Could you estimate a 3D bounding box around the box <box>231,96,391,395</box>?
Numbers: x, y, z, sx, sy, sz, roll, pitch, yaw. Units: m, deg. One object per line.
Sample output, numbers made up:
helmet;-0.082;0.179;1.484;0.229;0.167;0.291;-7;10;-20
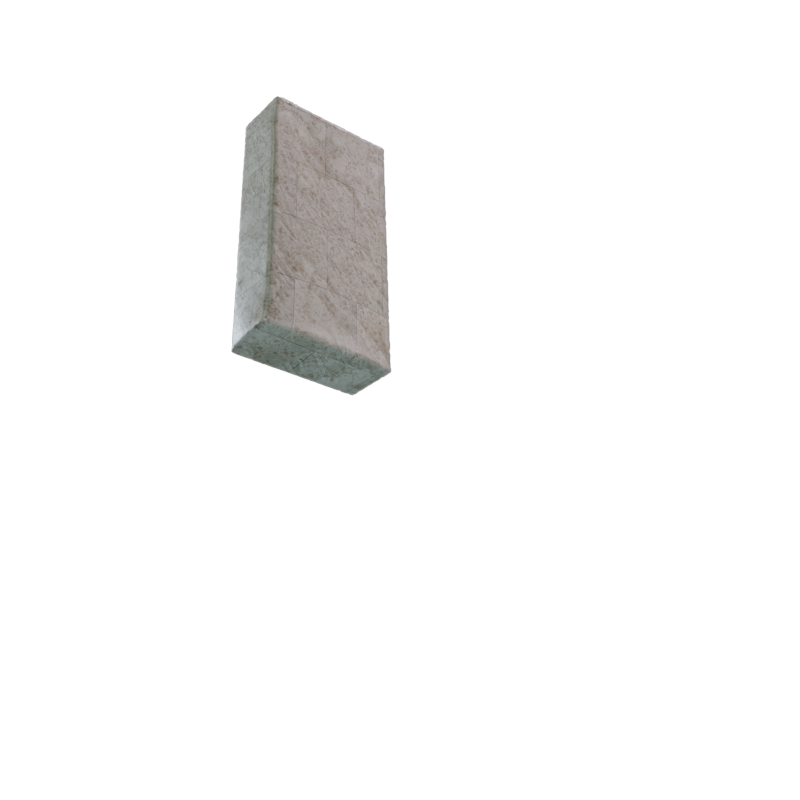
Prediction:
box;-0.055;-0.100;0.703;0.088;0.189;0.047;21;-42;-30
